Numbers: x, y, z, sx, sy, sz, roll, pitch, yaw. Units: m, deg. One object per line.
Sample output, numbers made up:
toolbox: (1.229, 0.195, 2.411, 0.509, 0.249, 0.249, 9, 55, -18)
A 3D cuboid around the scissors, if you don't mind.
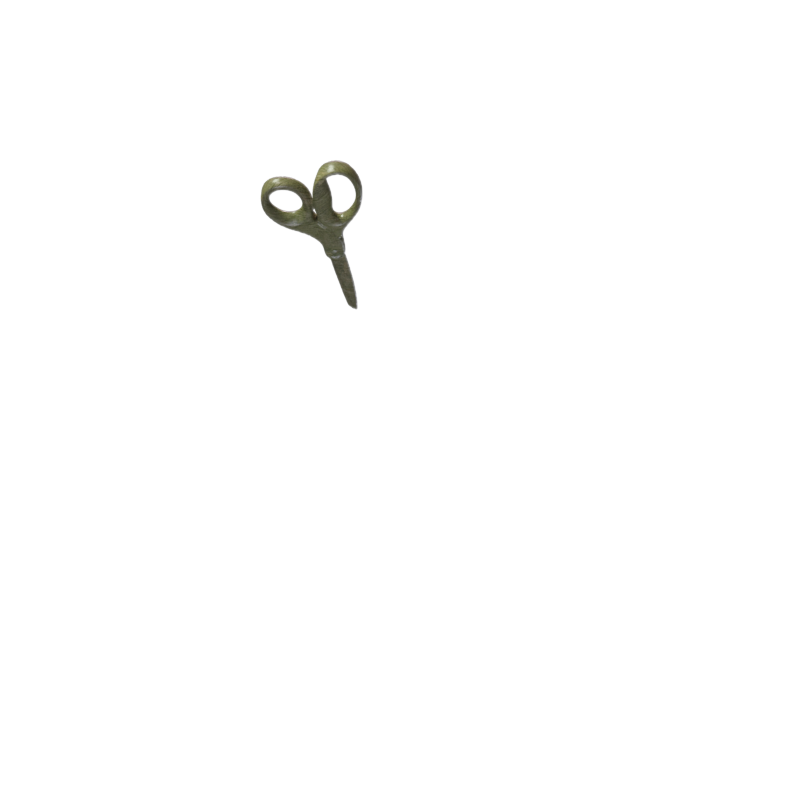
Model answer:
scissors: (-0.078, -0.142, 0.996, 0.096, 0.017, 0.189, 3, -34, -5)
